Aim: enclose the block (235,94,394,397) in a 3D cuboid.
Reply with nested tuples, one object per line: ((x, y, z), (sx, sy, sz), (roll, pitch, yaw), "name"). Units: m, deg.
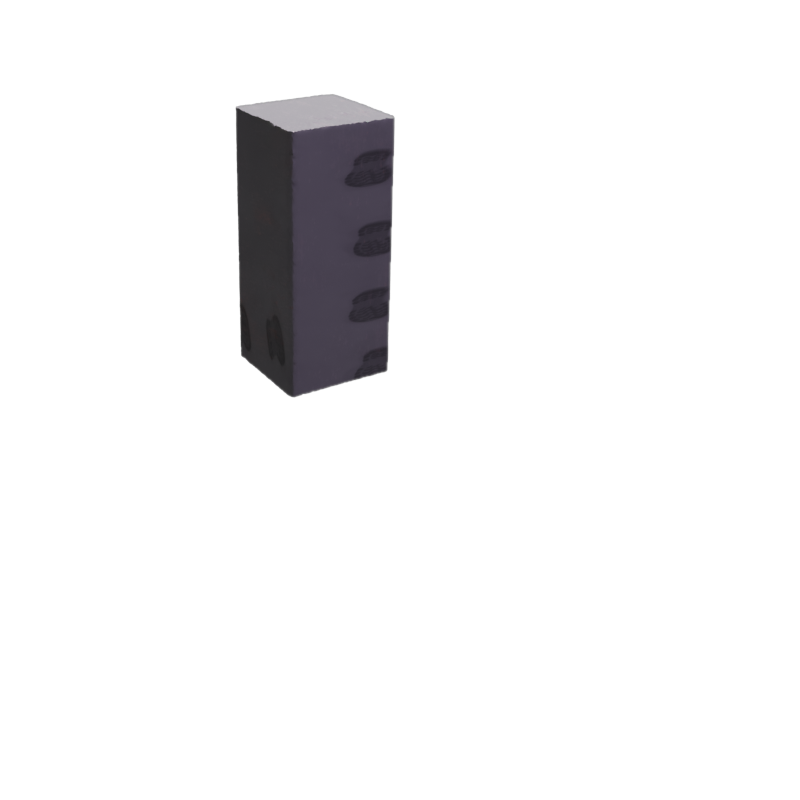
((-0.067, -0.122, 0.853), (0.089, 0.196, 0.096), (-13, 27, -31), "block")
